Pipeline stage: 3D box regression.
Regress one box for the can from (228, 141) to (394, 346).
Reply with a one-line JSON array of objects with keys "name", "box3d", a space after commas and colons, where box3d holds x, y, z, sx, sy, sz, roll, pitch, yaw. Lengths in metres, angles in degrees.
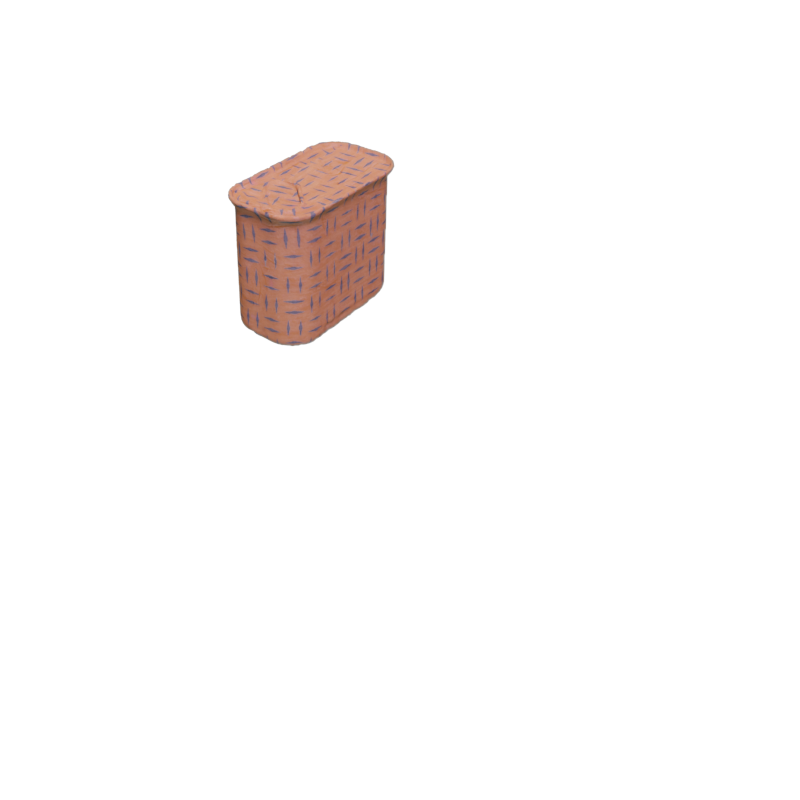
[{"name": "can", "box3d": [-0.050, -0.091, 0.639, 0.061, 0.079, 0.103, 21, 38, 28]}]
